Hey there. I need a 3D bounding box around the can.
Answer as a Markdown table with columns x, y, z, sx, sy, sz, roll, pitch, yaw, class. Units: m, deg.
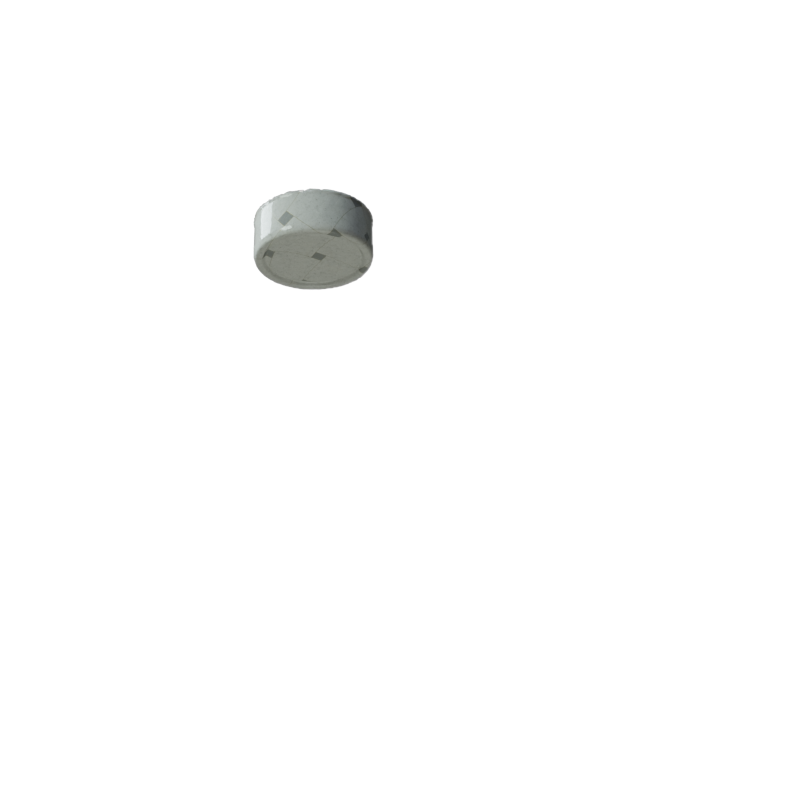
| x | y | z | sx | sy | sz | roll | pitch | yaw | class |
| --- | --- | --- | --- | --- | --- | --- | --- | --- | --- |
| -0.062 | -0.112 | 0.788 | 0.086 | 0.036 | 0.081 | 1 | -26 | -2 | can |
